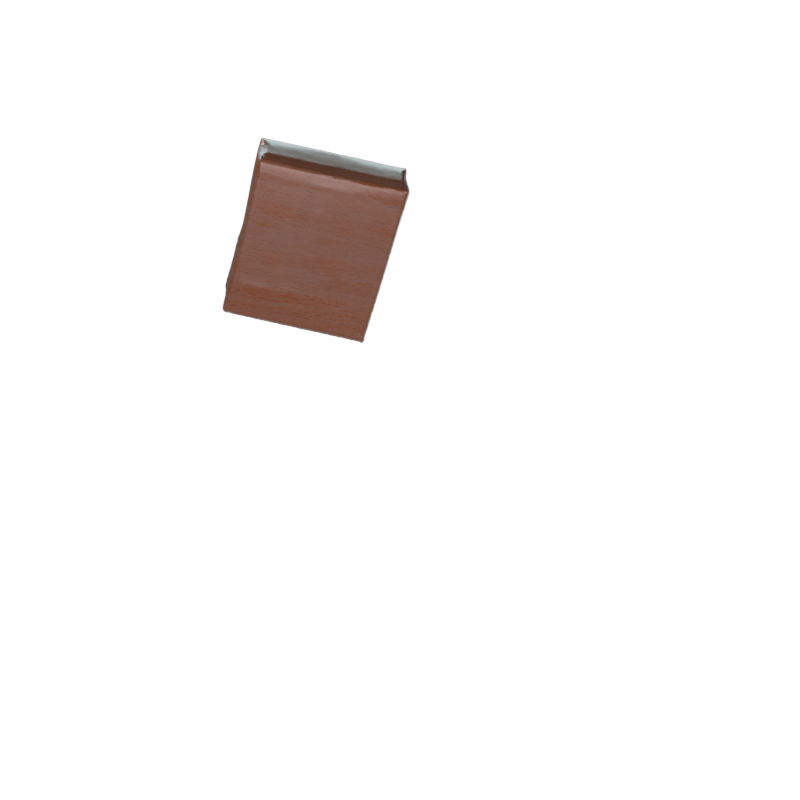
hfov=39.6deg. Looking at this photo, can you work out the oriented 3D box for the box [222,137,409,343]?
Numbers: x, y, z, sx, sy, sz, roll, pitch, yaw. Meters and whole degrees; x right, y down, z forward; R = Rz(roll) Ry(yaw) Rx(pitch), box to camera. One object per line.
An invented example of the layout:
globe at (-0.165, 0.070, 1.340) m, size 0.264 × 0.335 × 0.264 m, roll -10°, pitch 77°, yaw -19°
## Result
box at (-0.043, -0.077, 0.543) m, size 0.072 × 0.085 × 0.032 m, roll 12°, pitch 30°, yaw -8°
